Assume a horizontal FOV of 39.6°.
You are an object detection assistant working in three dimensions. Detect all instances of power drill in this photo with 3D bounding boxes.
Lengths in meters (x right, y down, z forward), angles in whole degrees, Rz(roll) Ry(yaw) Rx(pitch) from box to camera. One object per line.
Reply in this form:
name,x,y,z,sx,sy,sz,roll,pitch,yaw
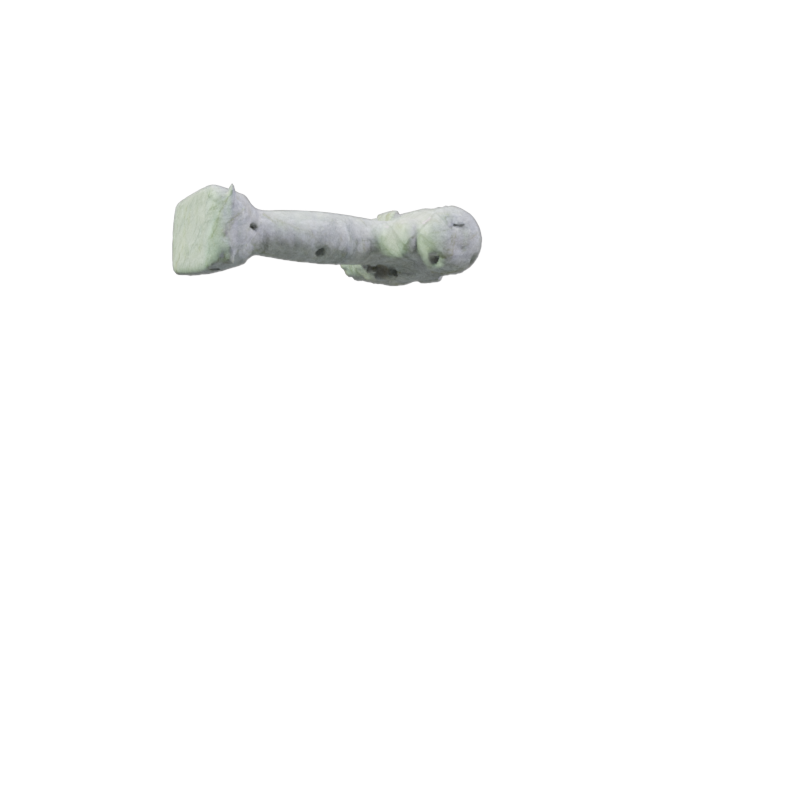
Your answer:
power drill,-0.061,-0.111,0.778,0.183,0.058,0.188,0,1,-22
